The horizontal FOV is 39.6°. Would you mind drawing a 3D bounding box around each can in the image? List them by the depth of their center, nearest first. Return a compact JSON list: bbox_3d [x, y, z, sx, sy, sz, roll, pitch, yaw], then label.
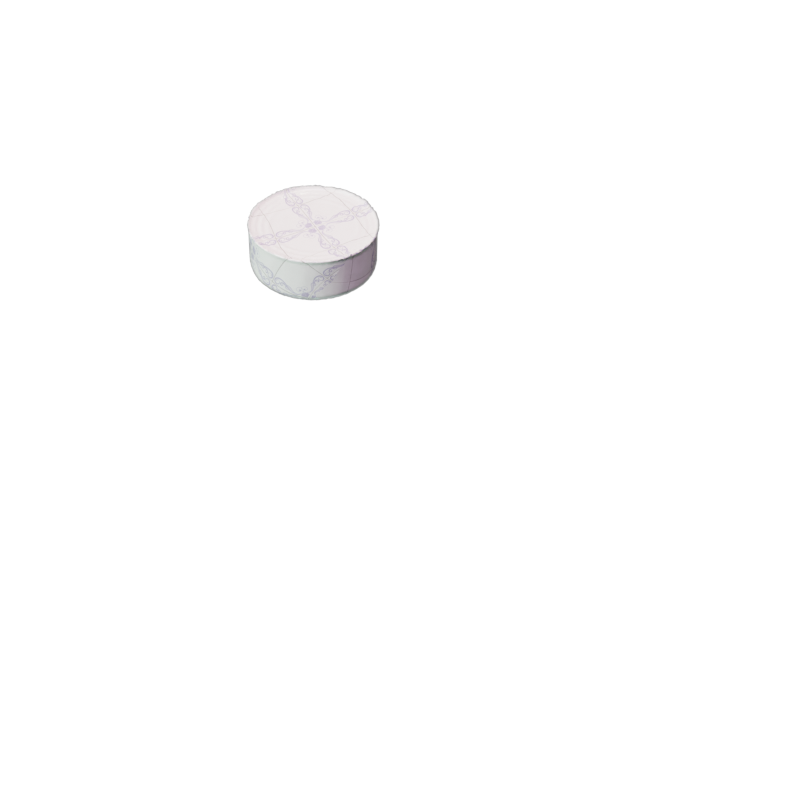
[{"bbox_3d":[-0.057,-0.104,0.728,0.086,0.031,0.092,-1,41,-2],"label":"can"}]
